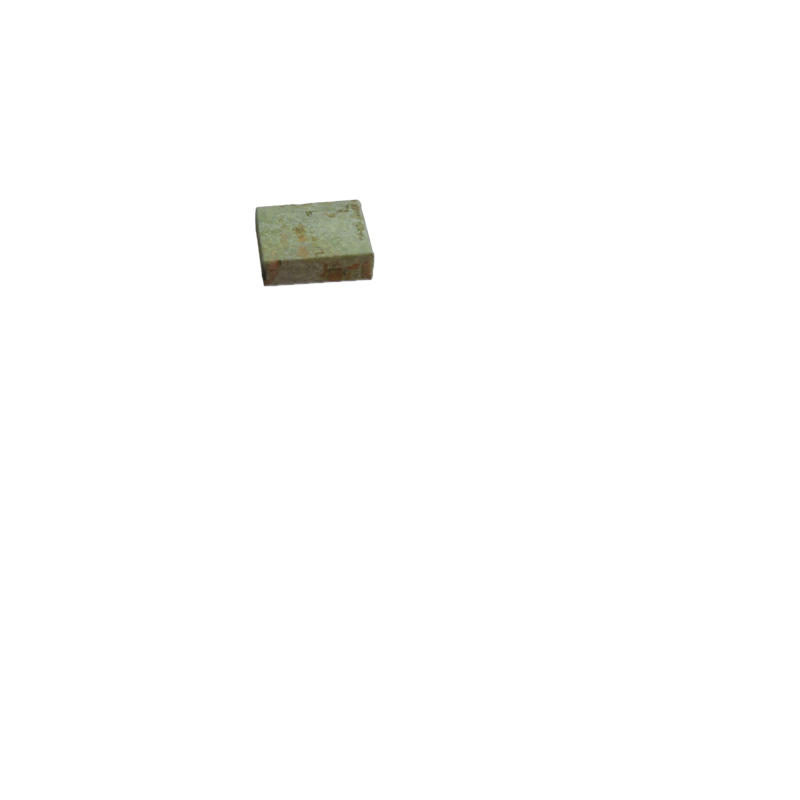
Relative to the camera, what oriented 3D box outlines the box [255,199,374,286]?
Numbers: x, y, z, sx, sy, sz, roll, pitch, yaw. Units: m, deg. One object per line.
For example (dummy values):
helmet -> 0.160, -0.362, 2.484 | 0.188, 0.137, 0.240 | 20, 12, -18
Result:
box -> -0.069, -0.127, 0.890 | 0.089, 0.028, 0.079 | -5, 43, -6
